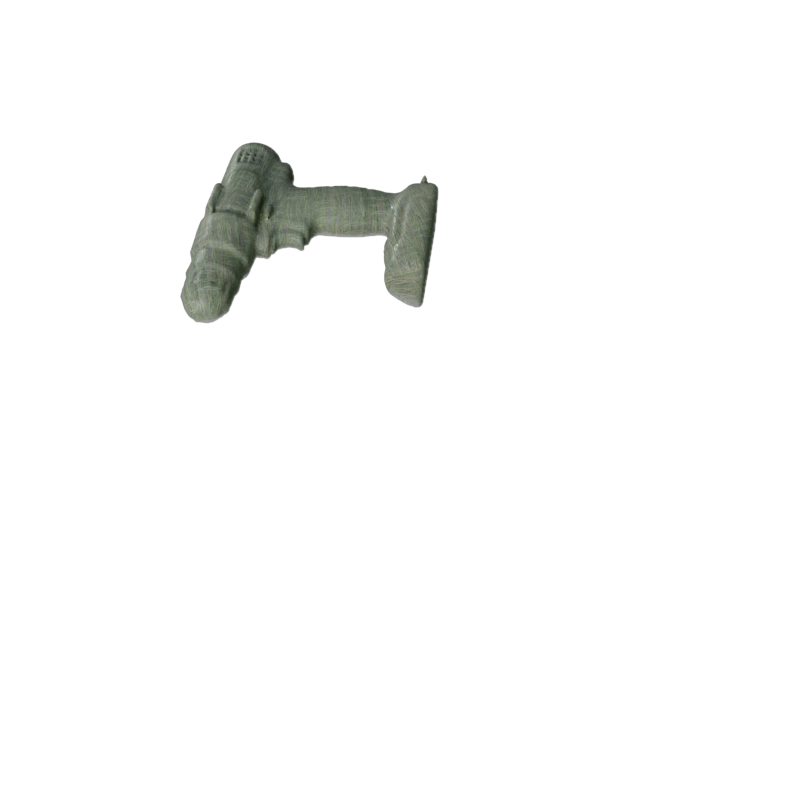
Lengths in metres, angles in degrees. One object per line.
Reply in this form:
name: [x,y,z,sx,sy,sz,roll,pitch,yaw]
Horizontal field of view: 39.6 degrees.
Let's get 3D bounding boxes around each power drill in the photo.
power drill: [-0.069,-0.126,0.883,0.190,0.195,0.053,9,-38,6]
